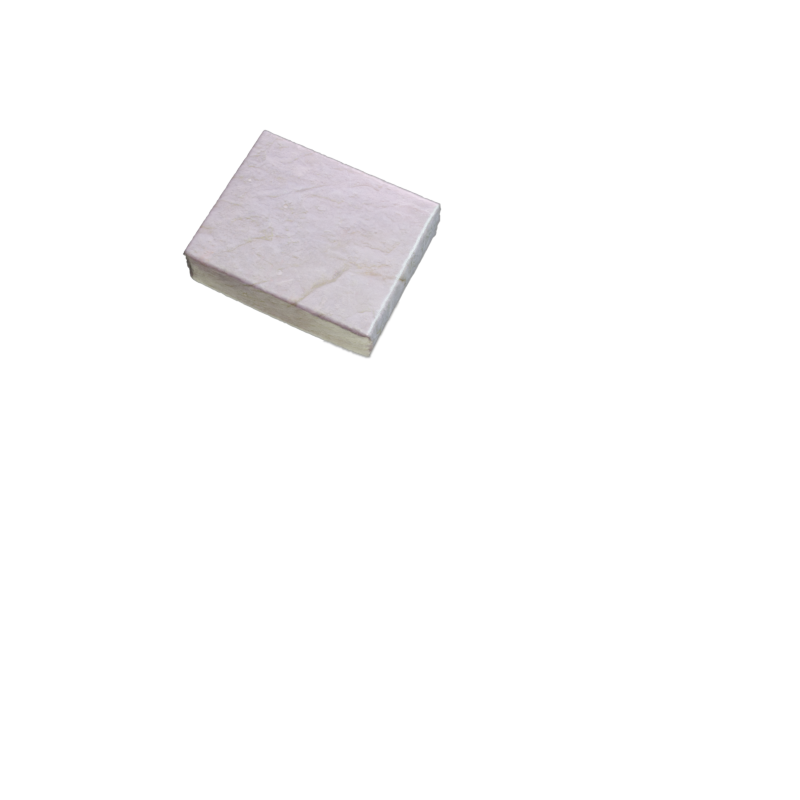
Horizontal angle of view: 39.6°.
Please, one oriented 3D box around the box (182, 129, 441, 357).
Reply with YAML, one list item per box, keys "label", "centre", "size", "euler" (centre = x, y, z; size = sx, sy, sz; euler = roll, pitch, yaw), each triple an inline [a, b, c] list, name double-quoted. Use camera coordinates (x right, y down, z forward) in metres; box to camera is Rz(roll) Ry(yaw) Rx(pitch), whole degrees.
- label: "box"
  centre: [-0.047, -0.086, 0.604]
  size: [0.116, 0.093, 0.037]
  euler: [25, -23, 11]
